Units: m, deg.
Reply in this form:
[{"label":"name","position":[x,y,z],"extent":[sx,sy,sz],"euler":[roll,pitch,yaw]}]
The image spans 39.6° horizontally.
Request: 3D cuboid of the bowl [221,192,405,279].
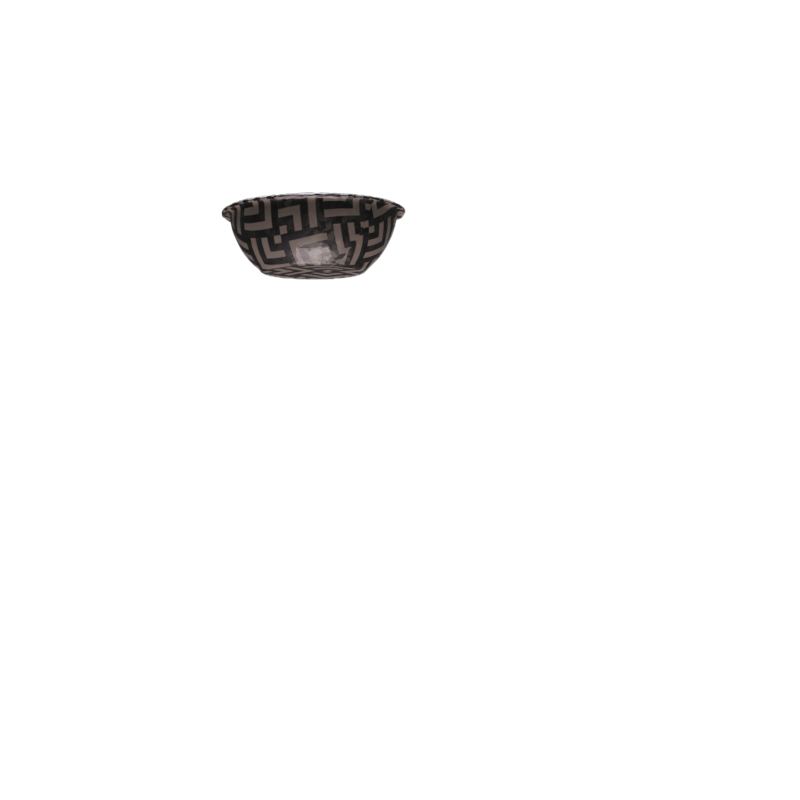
[{"label":"bowl","position":[-0.076,-0.138,0.970],"extent":[0.162,0.056,0.160],"euler":[0,-3,-2]}]
